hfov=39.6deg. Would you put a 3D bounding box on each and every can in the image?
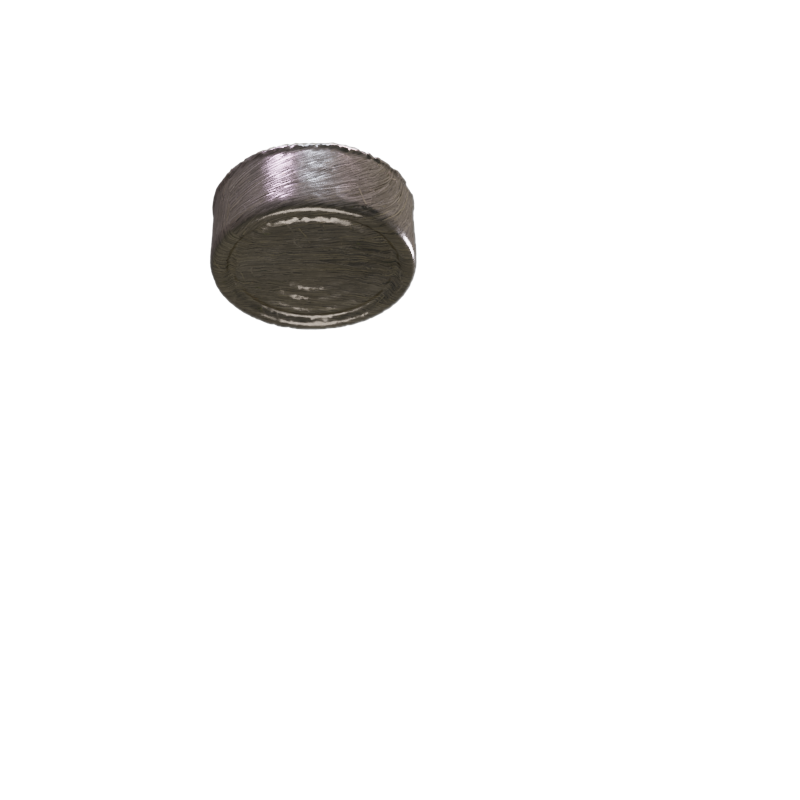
[{"bbox_3d":[-0.036,-0.066,0.460,0.086,0.036,0.080,1,-34,-2],"label":"can"}]
